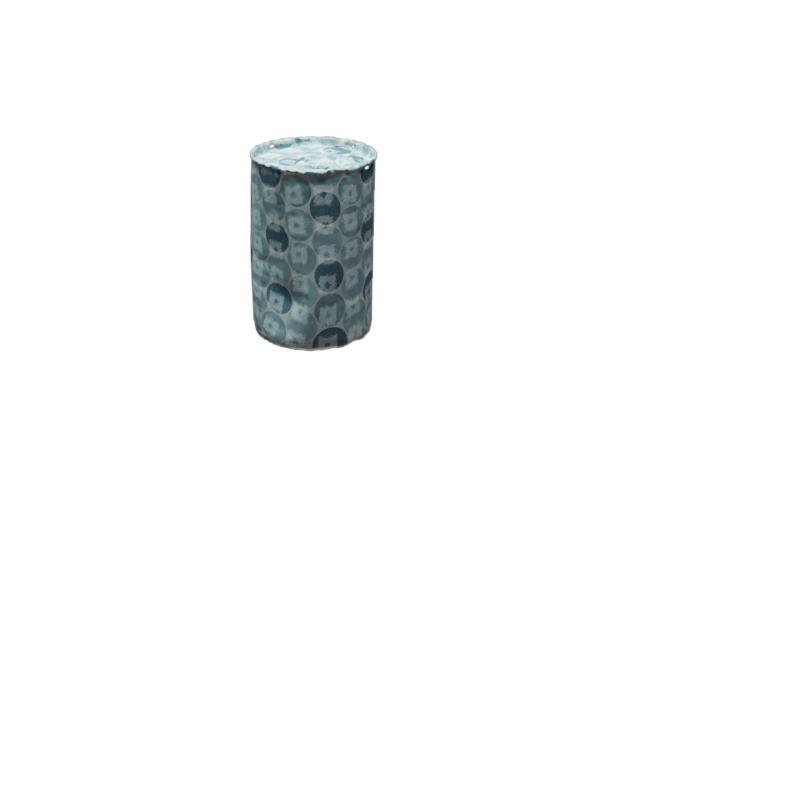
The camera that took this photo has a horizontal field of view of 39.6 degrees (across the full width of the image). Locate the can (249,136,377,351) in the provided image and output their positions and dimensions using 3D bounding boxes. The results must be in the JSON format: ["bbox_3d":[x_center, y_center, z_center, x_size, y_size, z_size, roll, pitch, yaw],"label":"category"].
[{"bbox_3d":[-0.047,-0.086,0.605,0.068,0.097,0.072,0,23,-2],"label":"can"}]
